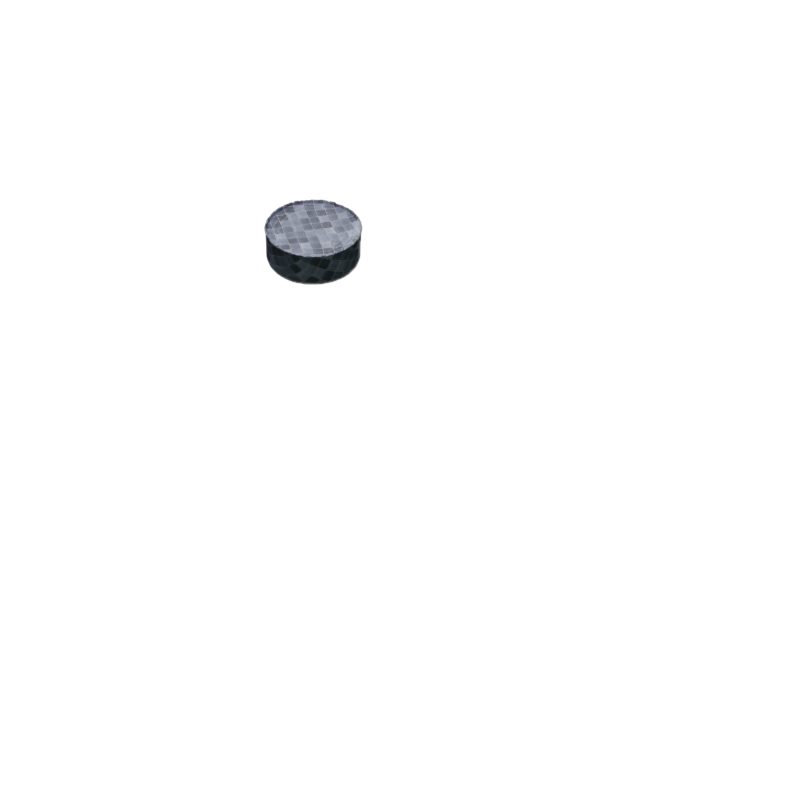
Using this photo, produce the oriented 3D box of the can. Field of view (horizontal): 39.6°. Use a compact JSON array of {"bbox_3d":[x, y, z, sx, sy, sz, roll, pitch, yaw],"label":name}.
[{"bbox_3d":[-0.077,-0.140,0.982,0.086,0.031,0.092,-1,41,-2],"label":"can"}]
